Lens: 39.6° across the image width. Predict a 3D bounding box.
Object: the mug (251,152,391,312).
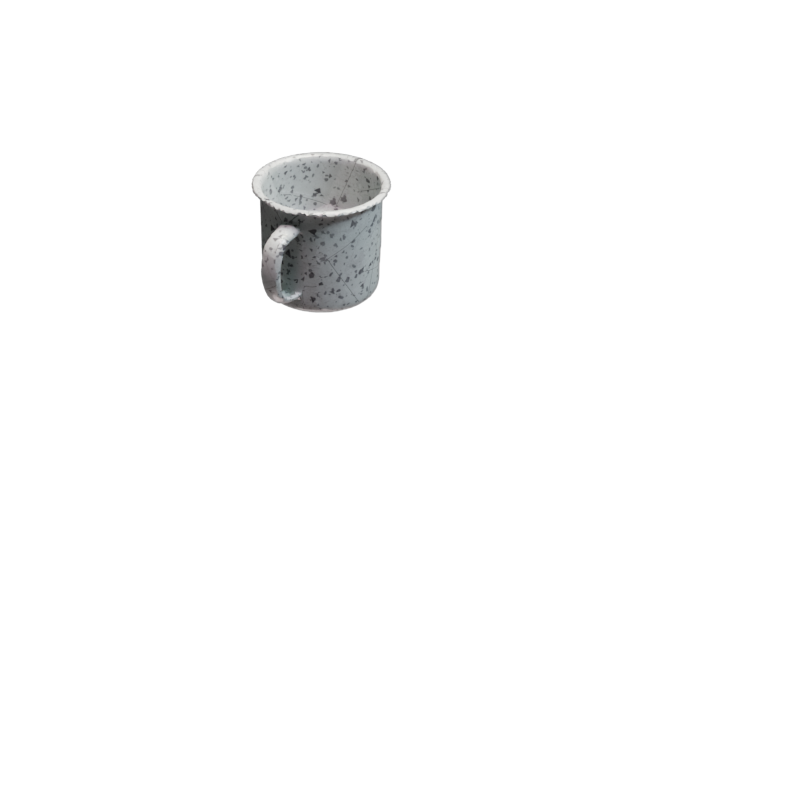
[{"bbox_3d":[-0.059,-0.107,0.748,0.097,0.076,0.120,14,37,19],"label":"mug"}]
